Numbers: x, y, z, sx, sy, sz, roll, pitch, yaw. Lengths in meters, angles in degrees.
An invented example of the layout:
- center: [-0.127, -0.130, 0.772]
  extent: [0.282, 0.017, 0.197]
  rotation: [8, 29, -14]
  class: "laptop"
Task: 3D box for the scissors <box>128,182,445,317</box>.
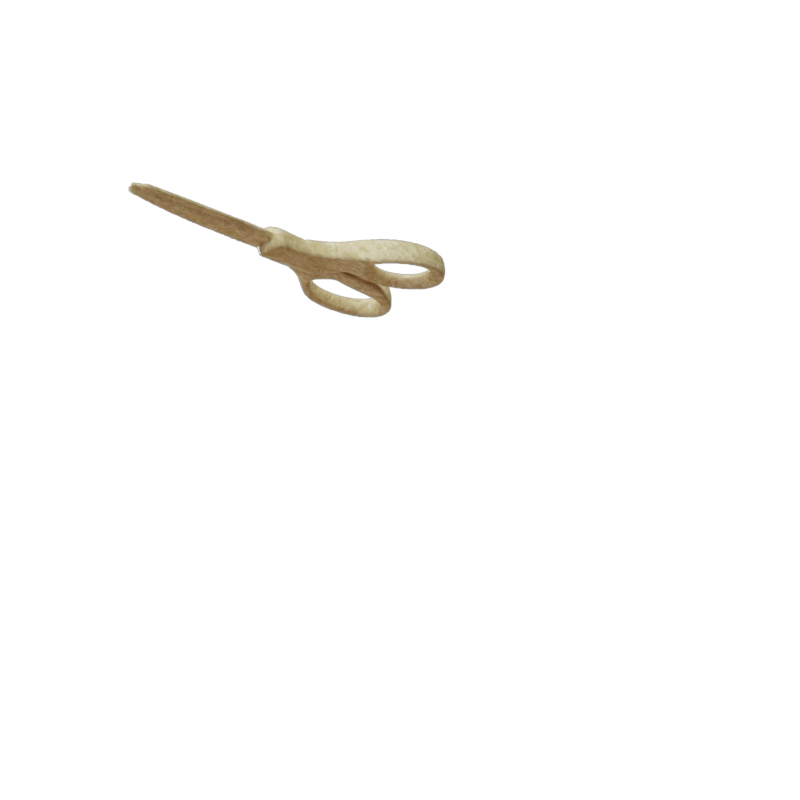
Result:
- center: [-0.048, -0.087, 0.607]
  extent: [0.098, 0.017, 0.188]
  rotation: [-10, -22, 28]
  class: "scissors"
